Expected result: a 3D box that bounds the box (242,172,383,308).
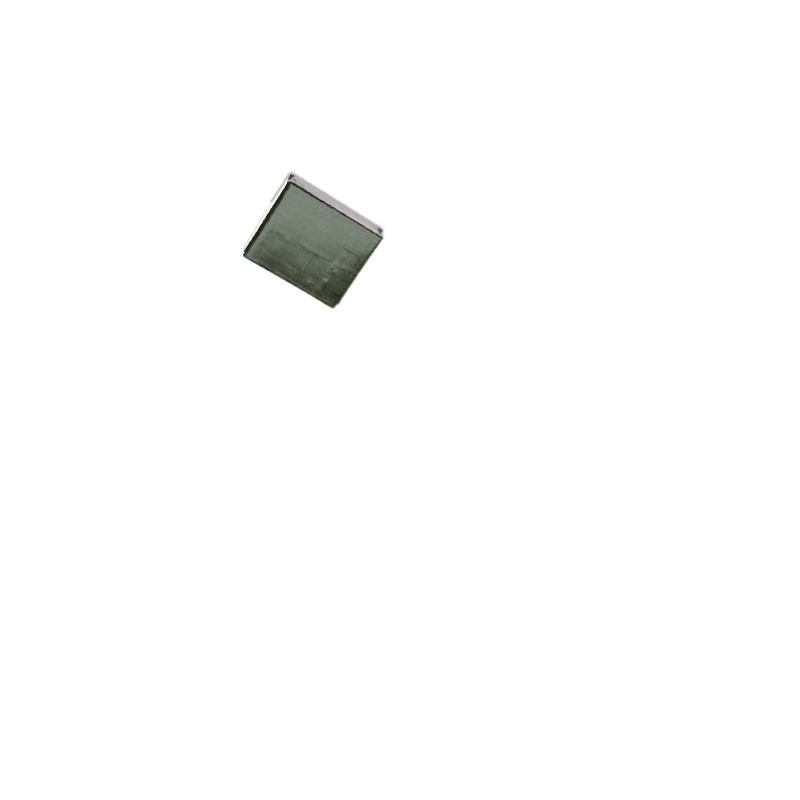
[{"bbox_3d":[-0.069,-0.126,0.881,0.087,0.072,0.032,30,18,-11],"label":"box"}]
